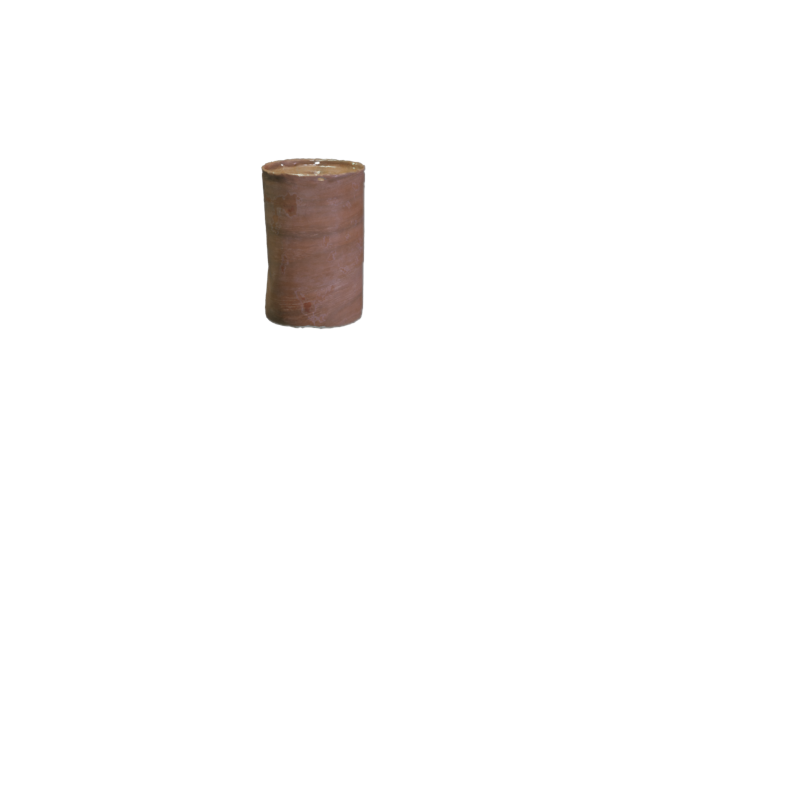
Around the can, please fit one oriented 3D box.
[{"bbox_3d":[-0.057,-0.105,0.733,0.068,0.099,0.071,0,15,-2],"label":"can"}]
